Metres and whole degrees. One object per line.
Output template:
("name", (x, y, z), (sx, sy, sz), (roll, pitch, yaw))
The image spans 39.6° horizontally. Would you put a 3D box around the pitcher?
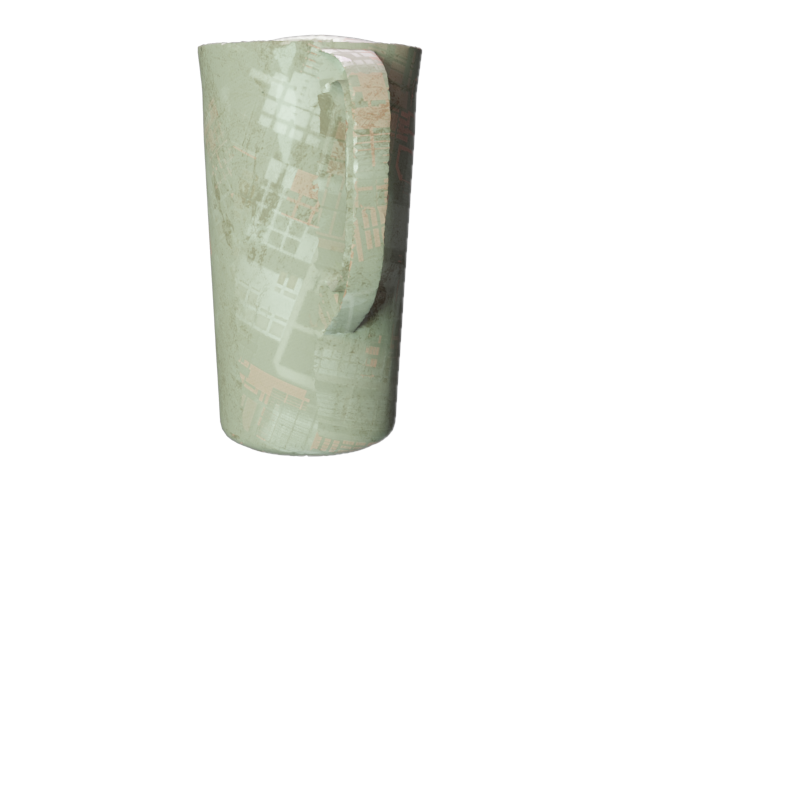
("pitcher", (-0.052, -0.094, 0.659), (0.150, 0.239, 0.147), (4, 8, 23))
